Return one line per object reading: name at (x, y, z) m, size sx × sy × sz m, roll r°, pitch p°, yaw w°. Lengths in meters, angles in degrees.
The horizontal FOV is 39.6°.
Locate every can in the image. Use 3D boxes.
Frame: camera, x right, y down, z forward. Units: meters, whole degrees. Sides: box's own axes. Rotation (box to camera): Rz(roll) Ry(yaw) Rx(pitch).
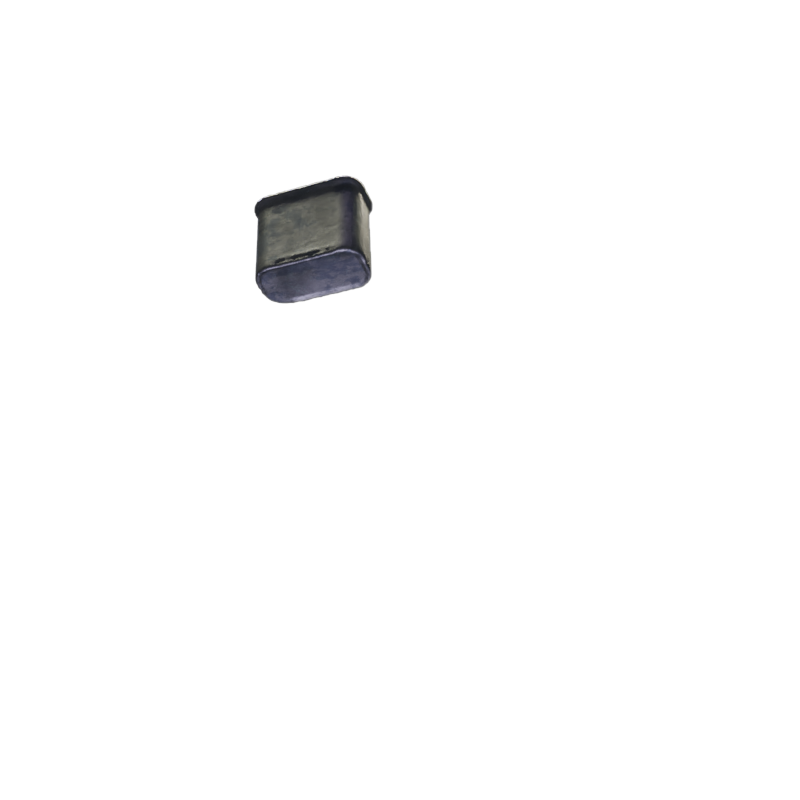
can at (-0.074, -0.136, 0.950) m, size 0.103 × 0.090 × 0.053 m, roll -13°, pitch -40°, yaw 14°
